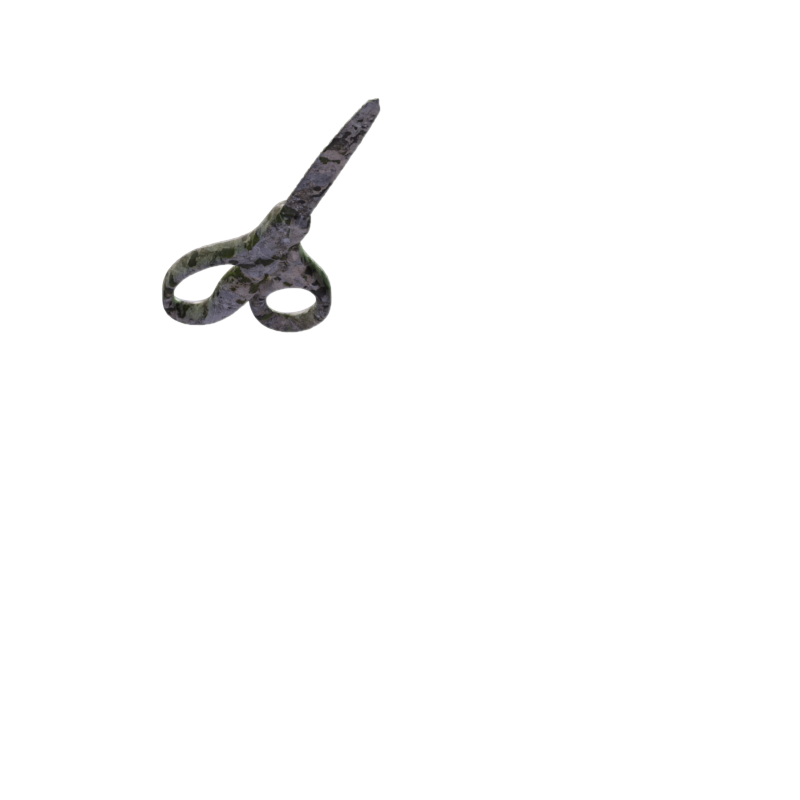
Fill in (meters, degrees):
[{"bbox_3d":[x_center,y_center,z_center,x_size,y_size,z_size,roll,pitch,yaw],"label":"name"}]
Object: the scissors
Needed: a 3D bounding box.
[{"bbox_3d":[-0.042,-0.076,0.531,0.091,0.017,0.201,20,-32,-36],"label":"scissors"}]
